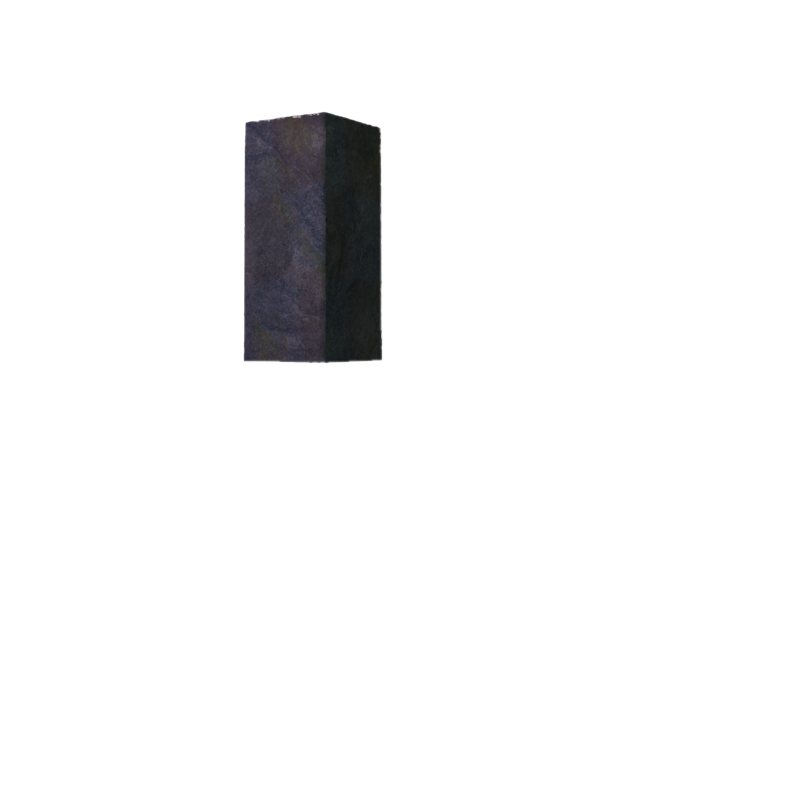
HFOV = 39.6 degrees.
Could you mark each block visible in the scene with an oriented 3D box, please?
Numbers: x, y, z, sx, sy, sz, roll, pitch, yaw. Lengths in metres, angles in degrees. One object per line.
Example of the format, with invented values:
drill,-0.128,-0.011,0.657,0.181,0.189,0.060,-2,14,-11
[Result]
block,-0.076,-0.138,0.964,0.093,0.208,0.087,-2,-4,33
